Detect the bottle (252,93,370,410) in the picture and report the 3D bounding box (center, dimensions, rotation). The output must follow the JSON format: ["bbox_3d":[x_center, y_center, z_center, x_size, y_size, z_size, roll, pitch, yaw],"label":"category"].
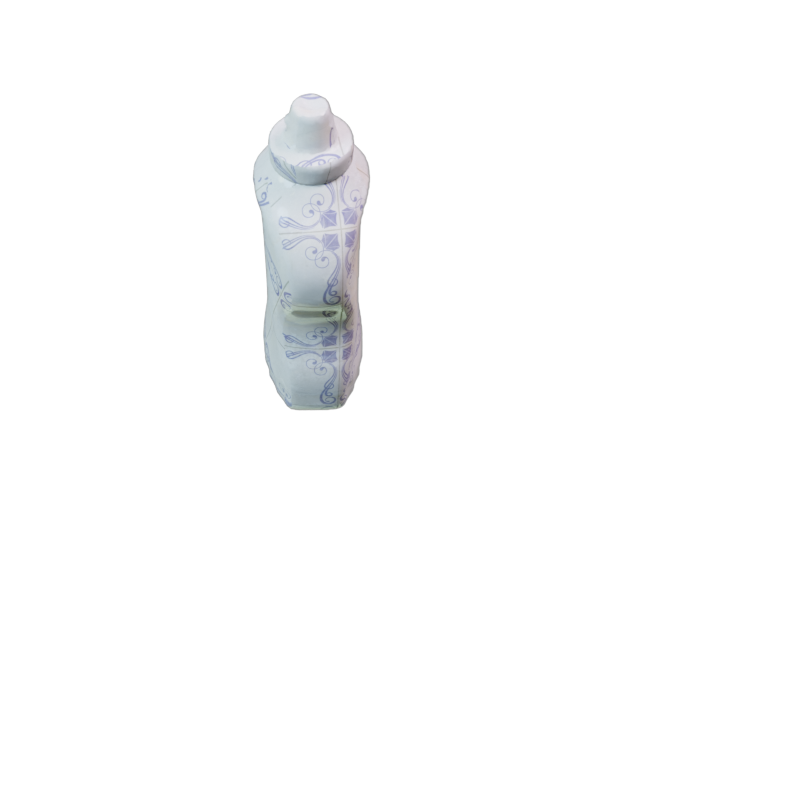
[{"bbox_3d":[-0.046,-0.083,0.583,0.058,0.103,0.179,0,-37,-4],"label":"bottle"}]
